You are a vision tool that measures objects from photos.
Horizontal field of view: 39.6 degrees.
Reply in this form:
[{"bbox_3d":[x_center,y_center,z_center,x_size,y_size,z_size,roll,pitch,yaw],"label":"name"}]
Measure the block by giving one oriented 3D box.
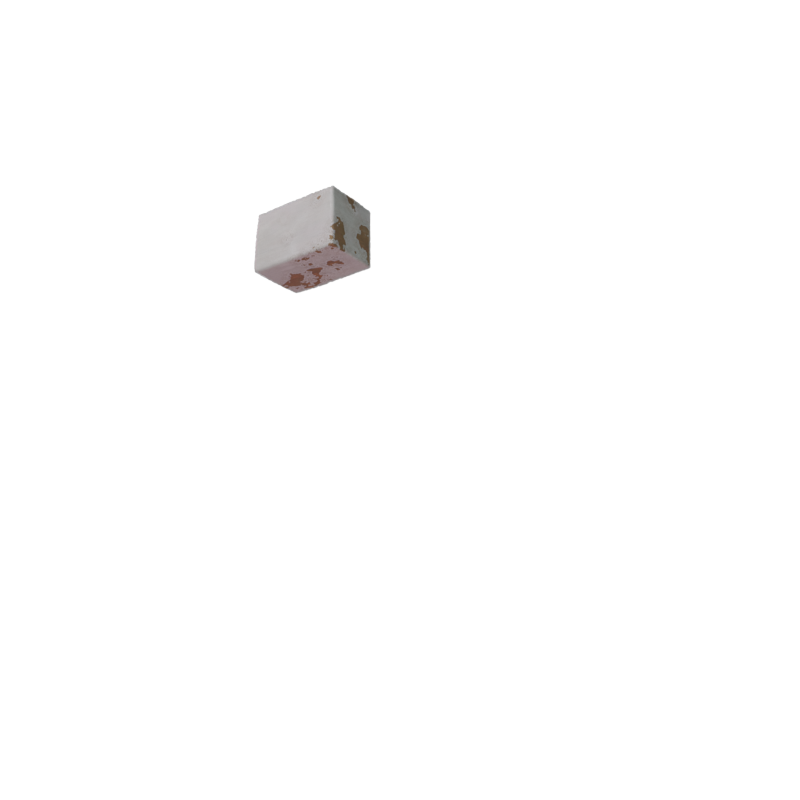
[{"bbox_3d":[-0.068,-0.124,0.872,0.079,0.054,0.049,-16,-29,32],"label":"block"}]
